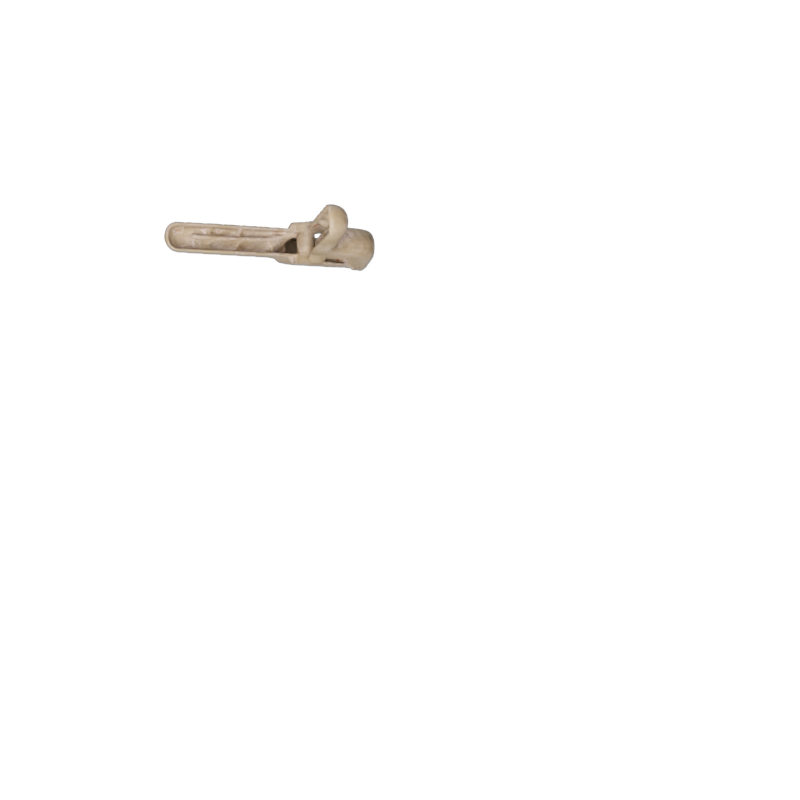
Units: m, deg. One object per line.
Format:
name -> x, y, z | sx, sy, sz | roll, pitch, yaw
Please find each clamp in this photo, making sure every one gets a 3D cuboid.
clamp -> -0.074, -0.136, 0.951 | 0.170, 0.037, 0.201 | 0, 0, 33
